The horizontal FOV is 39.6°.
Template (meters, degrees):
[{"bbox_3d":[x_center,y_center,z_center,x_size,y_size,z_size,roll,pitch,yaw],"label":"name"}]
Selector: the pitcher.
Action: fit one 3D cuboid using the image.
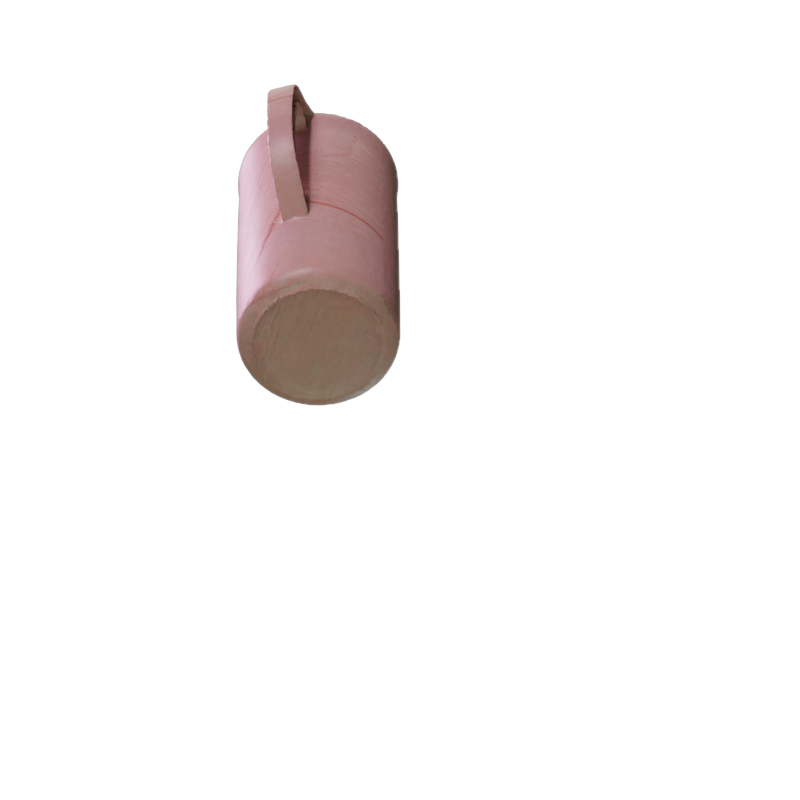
[{"bbox_3d":[-0.064,-0.117,0.818,0.144,0.141,0.259,26,28,-19],"label":"pitcher"}]
